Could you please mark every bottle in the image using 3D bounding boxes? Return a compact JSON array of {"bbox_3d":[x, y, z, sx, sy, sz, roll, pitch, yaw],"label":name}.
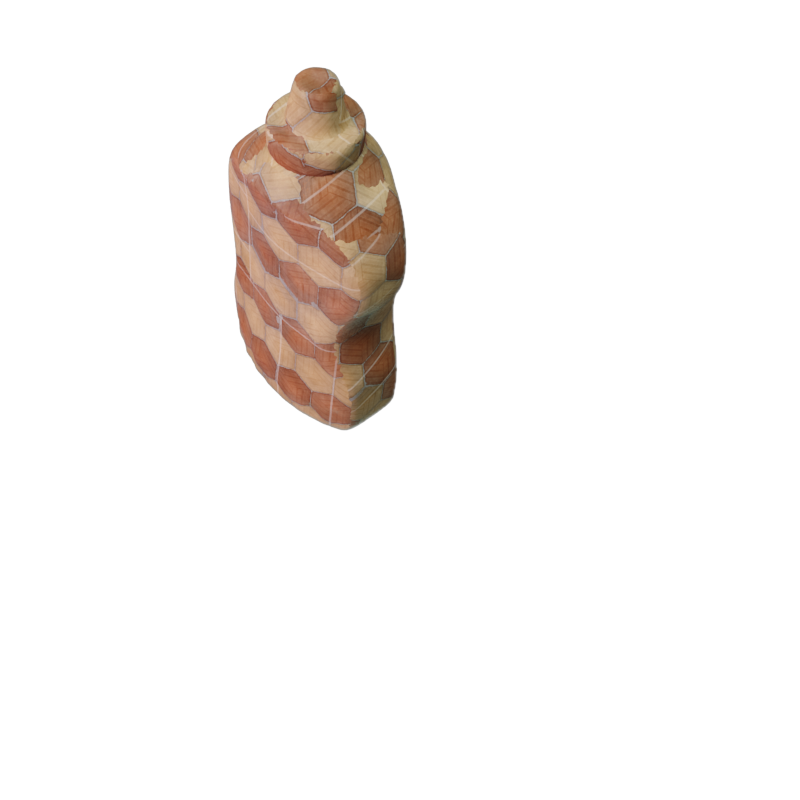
[{"bbox_3d":[-0.039,-0.072,0.501,0.058,0.103,0.179,-30,-29,-23],"label":"bottle"}]
